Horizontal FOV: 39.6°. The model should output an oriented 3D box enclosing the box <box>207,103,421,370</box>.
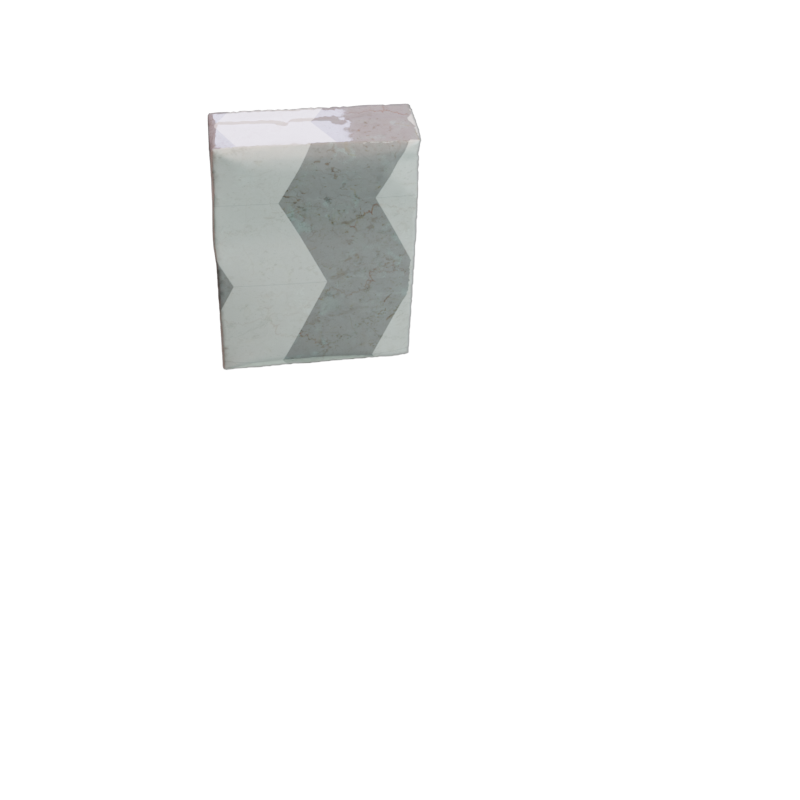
[{"bbox_3d":[-0.071,-0.130,0.911,0.163,0.200,0.077,-3,37,-7],"label":"box"}]
